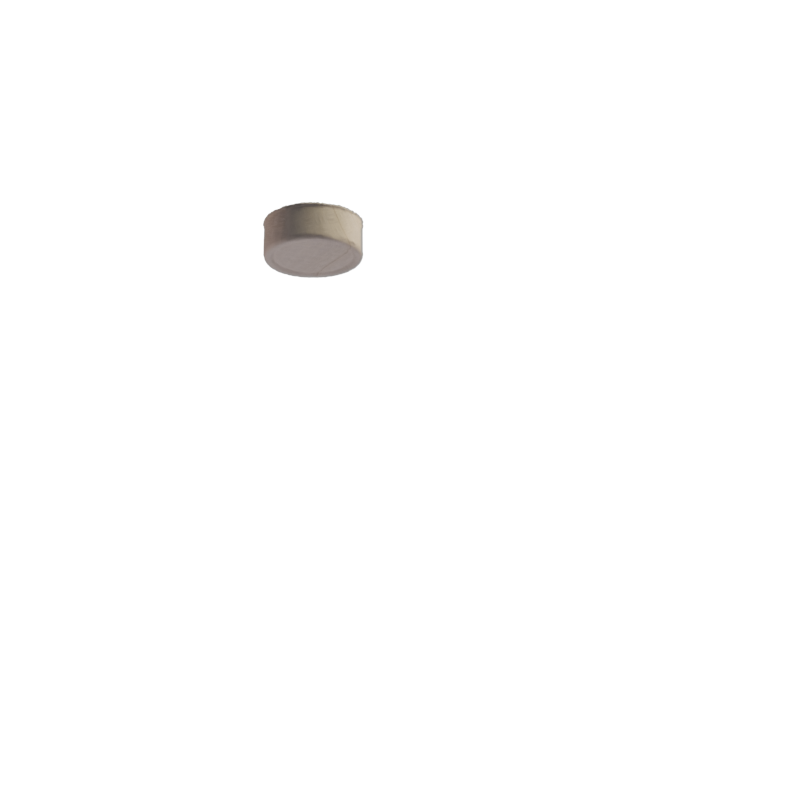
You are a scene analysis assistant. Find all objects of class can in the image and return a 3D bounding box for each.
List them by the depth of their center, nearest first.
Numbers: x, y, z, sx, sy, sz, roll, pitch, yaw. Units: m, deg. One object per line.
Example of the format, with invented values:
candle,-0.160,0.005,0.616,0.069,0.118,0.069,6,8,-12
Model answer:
can,-0.074,-0.135,0.944,0.086,0.035,0.082,0,-18,-2
